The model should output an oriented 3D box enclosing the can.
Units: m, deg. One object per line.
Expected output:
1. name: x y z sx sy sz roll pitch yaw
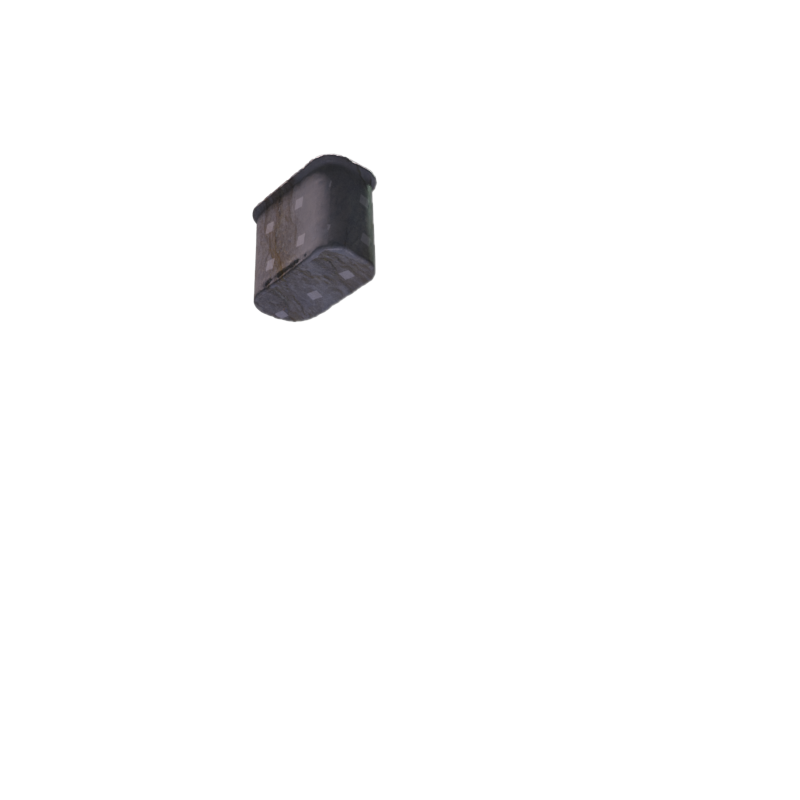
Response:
1. can: -0.063 -0.115 0.803 0.054 0.090 0.101 26 -42 -35
